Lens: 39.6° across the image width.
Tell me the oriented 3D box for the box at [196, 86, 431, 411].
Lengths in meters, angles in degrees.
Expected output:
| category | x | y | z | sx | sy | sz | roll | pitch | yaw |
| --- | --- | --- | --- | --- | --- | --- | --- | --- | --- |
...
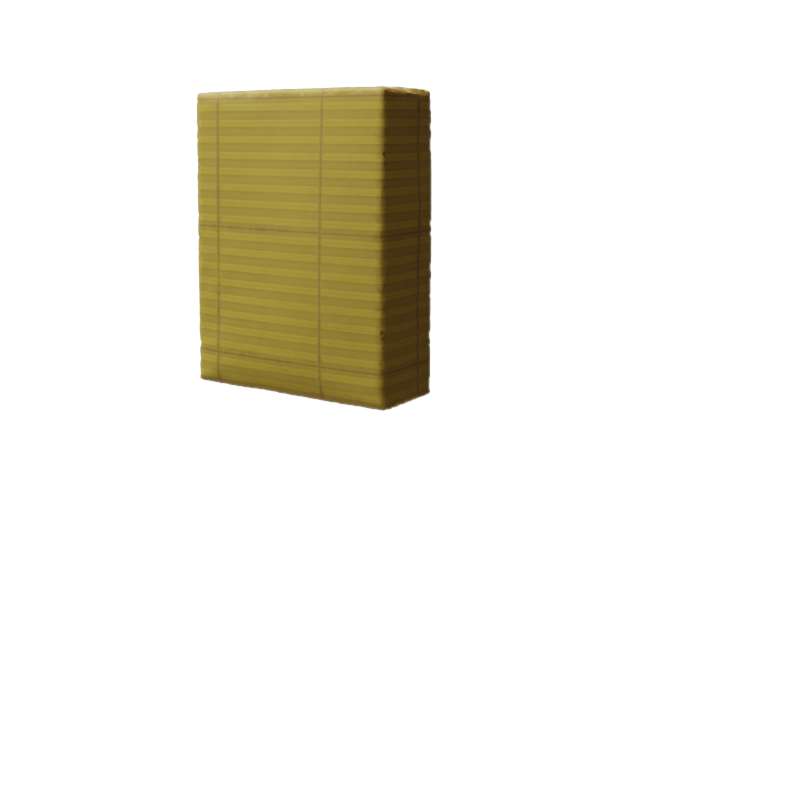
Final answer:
| category | x | y | z | sx | sy | sz | roll | pitch | yaw |
| --- | --- | --- | --- | --- | --- | --- | --- | --- | --- |
| box | -0.062 | -0.113 | 0.789 | 0.171 | 0.211 | 0.070 | 6 | 8 | 34 |
